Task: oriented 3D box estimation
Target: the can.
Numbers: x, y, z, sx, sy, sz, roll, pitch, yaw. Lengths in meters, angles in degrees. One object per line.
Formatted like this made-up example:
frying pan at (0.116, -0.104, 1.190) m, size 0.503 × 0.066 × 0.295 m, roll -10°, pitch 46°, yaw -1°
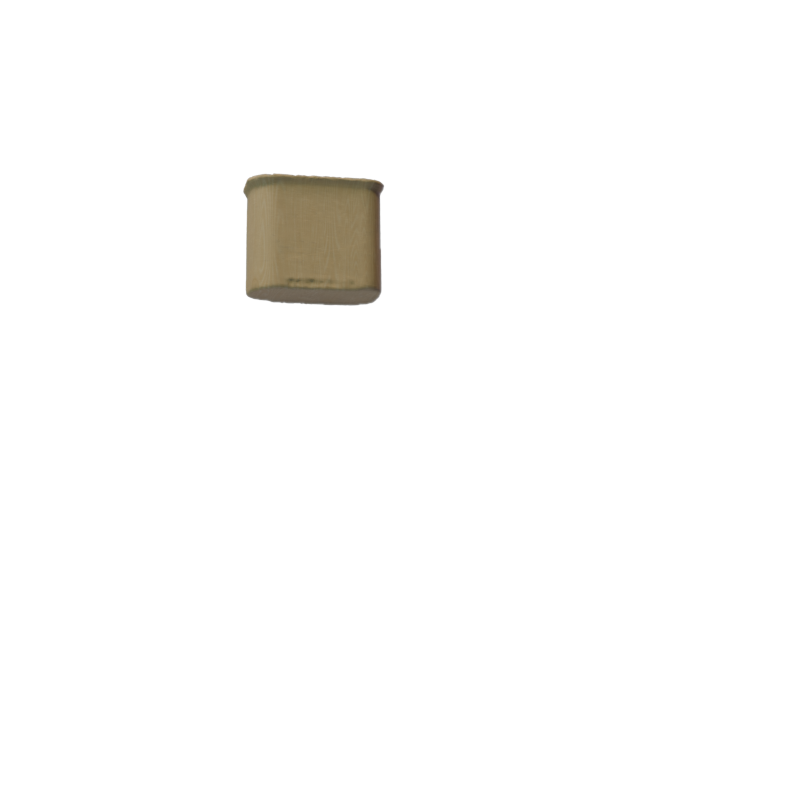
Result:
can at (-0.064, -0.116, 0.810) m, size 0.100 × 0.087 × 0.057 m, roll 2°, pitch -12°, yaw -12°
